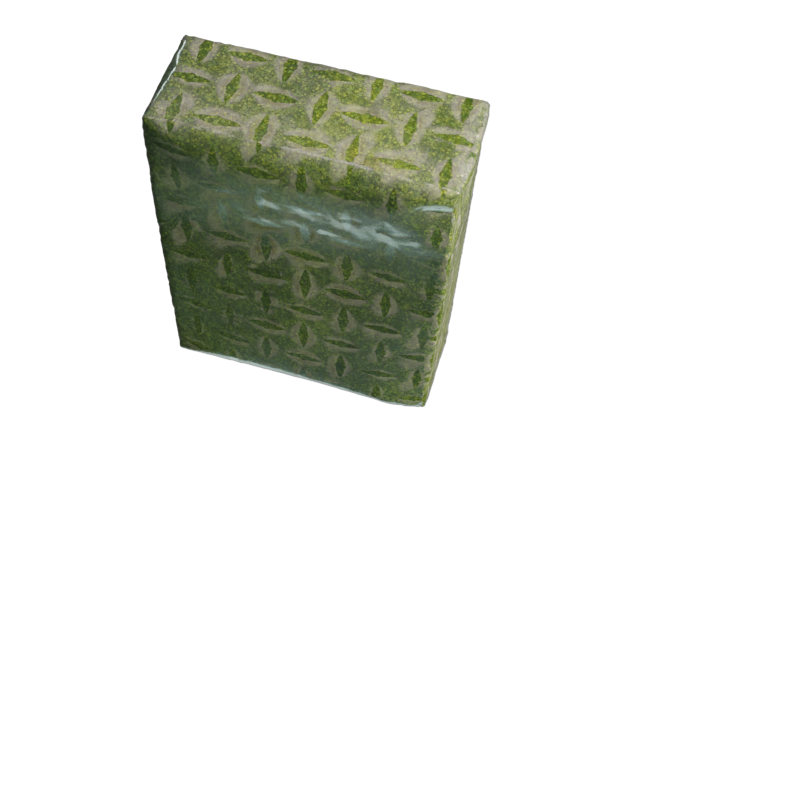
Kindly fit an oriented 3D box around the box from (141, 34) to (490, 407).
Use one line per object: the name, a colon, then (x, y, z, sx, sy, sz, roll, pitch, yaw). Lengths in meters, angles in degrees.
box: (-0.049, -0.089, 0.623, 0.167, 0.075, 0.200, 16, -31, 7)
